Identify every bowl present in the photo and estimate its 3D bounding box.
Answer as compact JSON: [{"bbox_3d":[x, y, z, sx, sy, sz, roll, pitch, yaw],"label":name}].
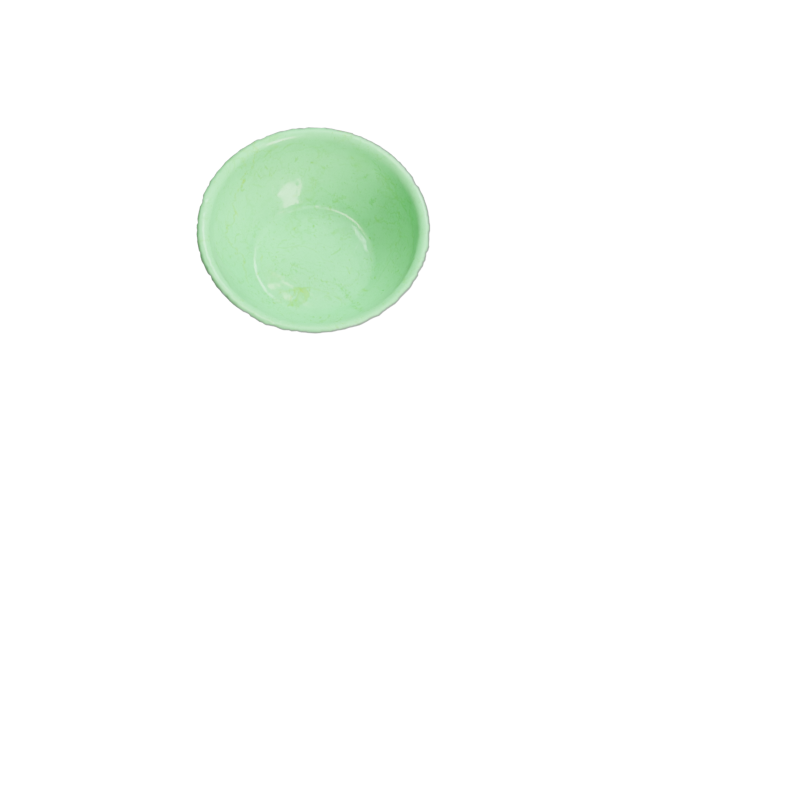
[{"bbox_3d":[-0.062,-0.113,0.790,0.162,0.171,0.052,-1,-25,-1],"label":"bowl"}]
